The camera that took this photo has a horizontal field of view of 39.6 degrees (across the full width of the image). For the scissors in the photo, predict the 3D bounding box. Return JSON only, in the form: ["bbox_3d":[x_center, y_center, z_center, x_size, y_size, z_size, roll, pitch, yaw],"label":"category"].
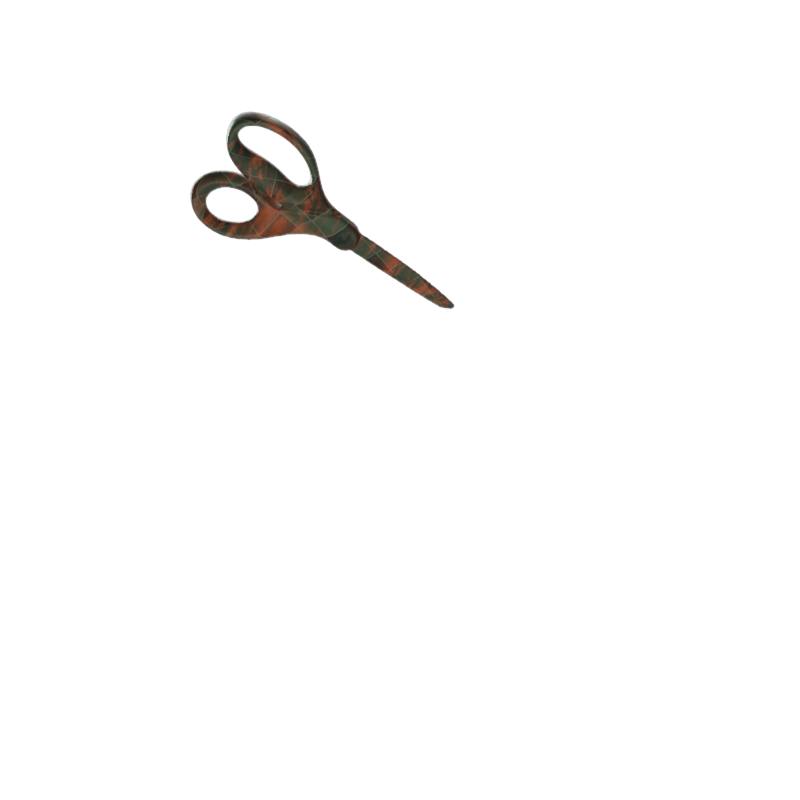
[{"bbox_3d":[-0.058,-0.105,0.735,0.096,0.189,0.017,-31,29,19],"label":"scissors"}]
